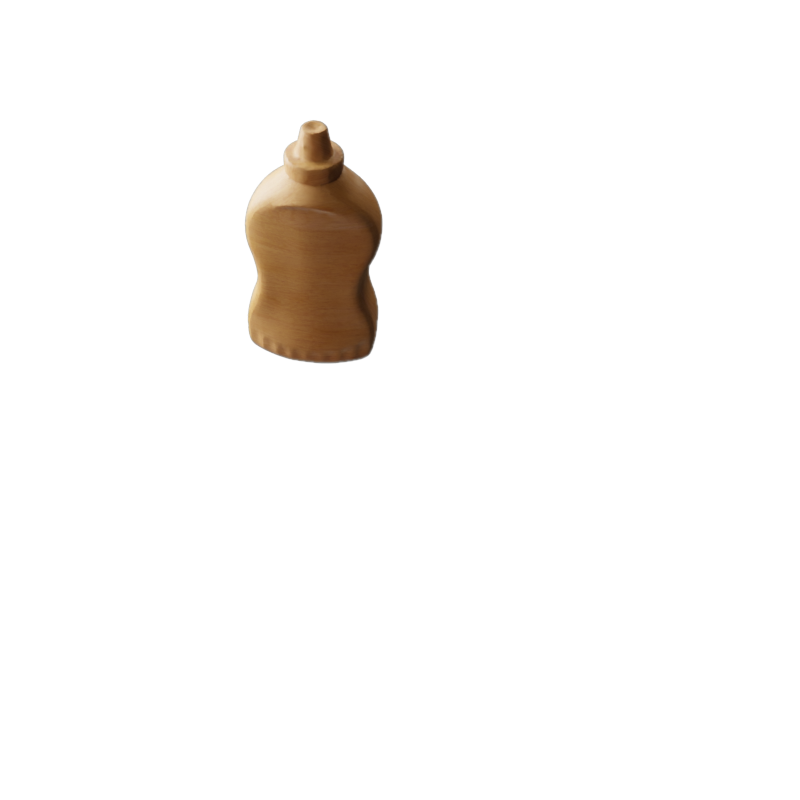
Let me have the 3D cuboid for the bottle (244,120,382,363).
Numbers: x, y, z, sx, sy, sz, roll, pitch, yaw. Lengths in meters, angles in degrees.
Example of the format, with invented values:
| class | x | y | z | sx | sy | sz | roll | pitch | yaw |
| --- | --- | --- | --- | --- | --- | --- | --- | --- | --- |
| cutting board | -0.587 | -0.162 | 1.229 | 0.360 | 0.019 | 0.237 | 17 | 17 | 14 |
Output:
| class | x | y | z | sx | sy | sz | roll | pitch | yaw |
| --- | --- | --- | --- | --- | --- | --- | --- | --- | --- |
| bottle | -0.062 | -0.113 | 0.788 | 0.097 | 0.179 | 0.062 | 9 | 42 | 7 |
